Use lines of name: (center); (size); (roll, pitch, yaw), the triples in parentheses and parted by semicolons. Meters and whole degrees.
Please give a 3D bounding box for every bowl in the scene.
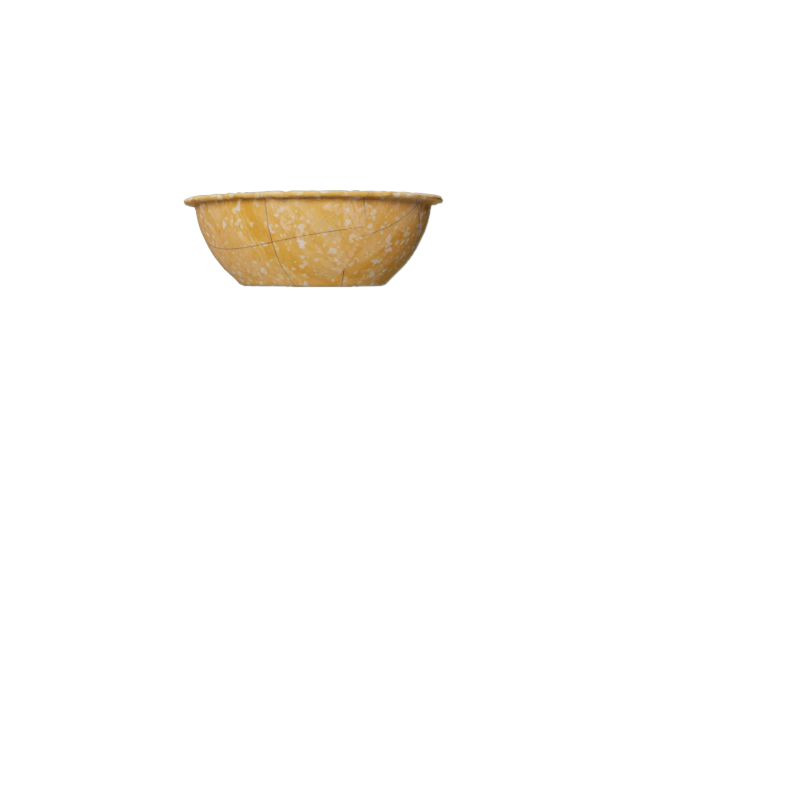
bowl: (-0.054, -0.099, 0.691); (0.162, 0.055, 0.163); (0, 6, -2)
